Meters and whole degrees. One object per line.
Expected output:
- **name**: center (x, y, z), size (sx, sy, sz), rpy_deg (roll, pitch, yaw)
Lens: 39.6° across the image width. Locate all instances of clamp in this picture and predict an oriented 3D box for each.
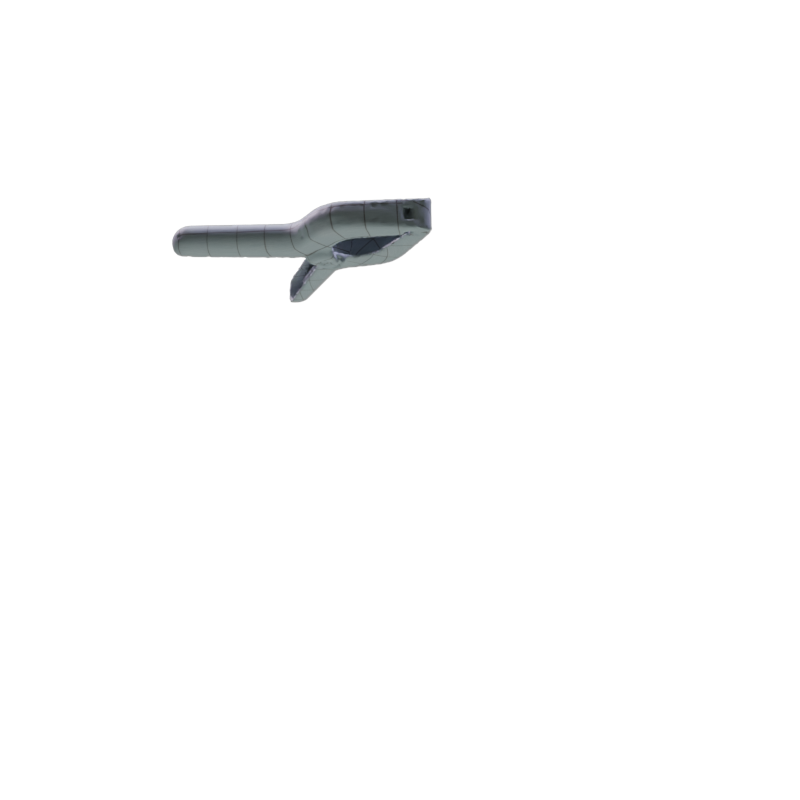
- **clamp**: center (-0.071, -0.130, 0.907), size (0.213, 0.038, 0.155), rpy_deg (-13, -19, 41)
